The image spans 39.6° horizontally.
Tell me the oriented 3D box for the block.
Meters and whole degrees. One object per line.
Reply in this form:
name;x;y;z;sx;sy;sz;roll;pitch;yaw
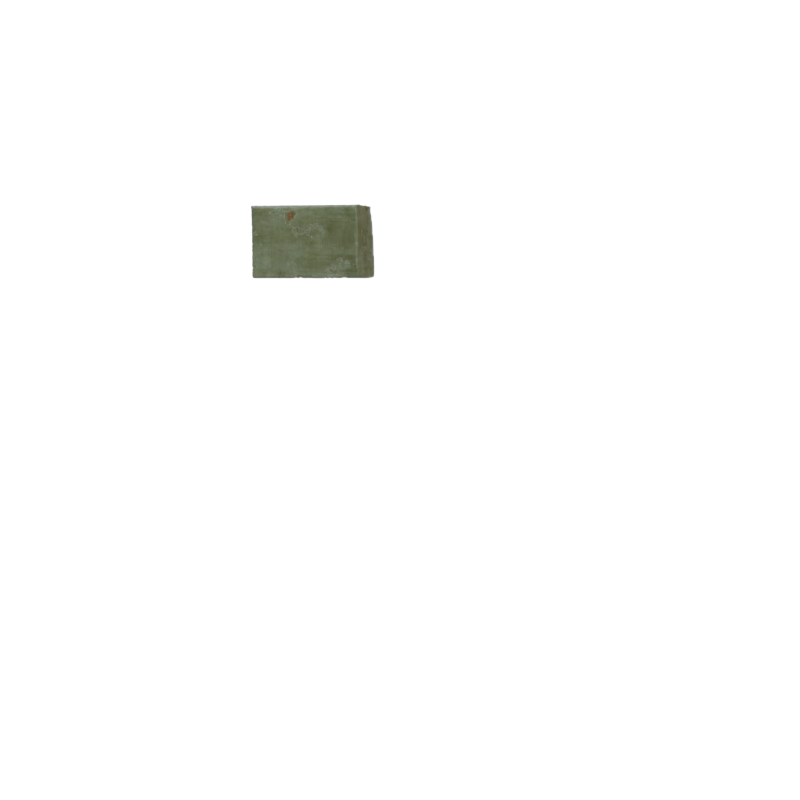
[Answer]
block;-0.061;-0.111;0.779;0.079;0.051;0.052;1;3;12
